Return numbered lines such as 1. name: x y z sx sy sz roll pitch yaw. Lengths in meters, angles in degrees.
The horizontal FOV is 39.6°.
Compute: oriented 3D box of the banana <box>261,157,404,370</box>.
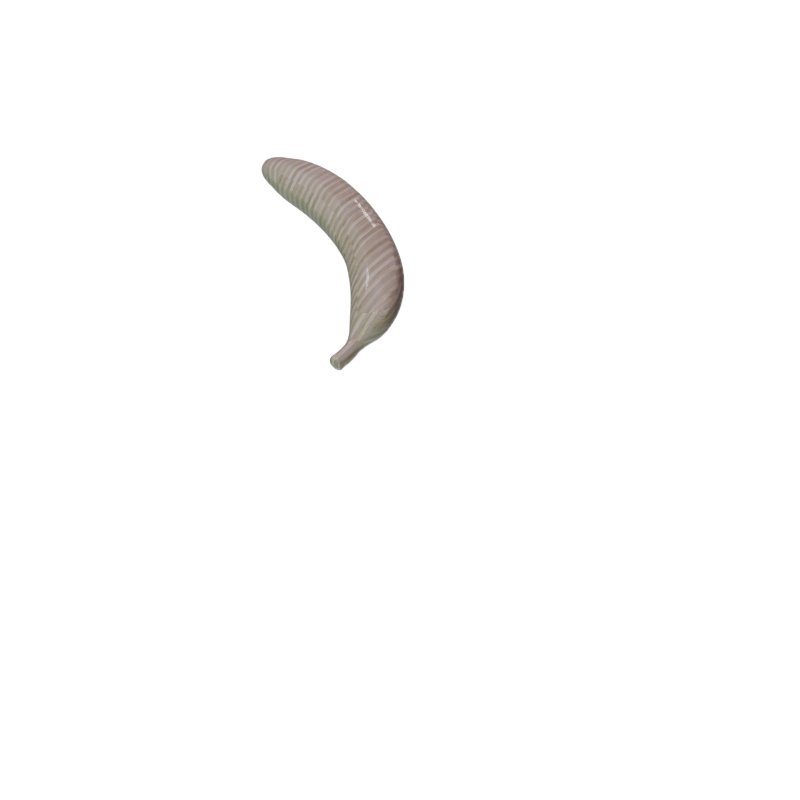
1. banana: -0.042 -0.111 0.774 0.069 0.214 0.034 -13 -40 -12
